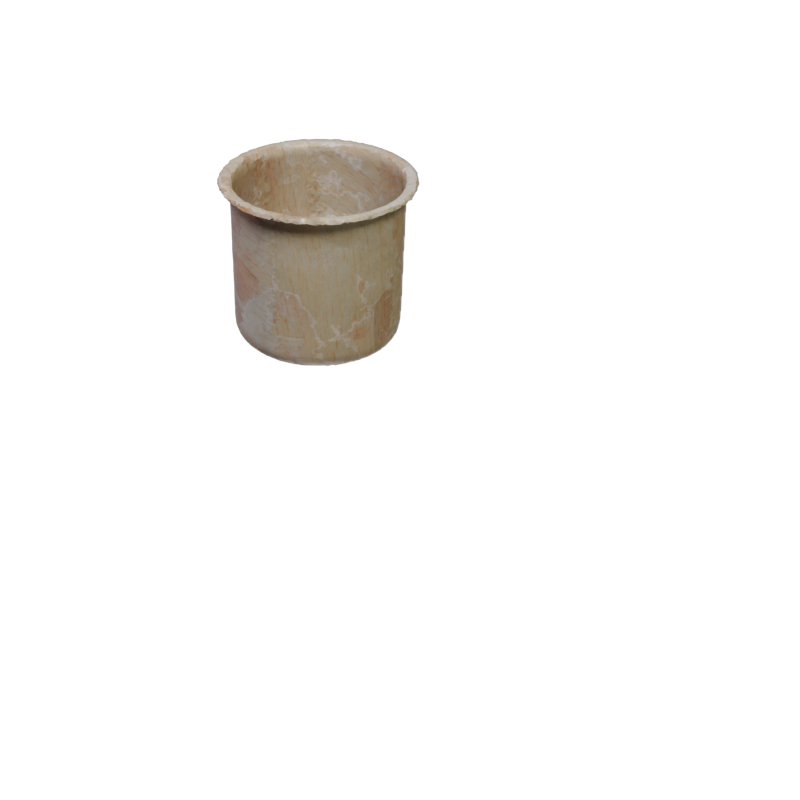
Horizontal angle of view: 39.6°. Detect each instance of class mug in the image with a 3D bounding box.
[{"bbox_3d":[-0.042,-0.077,0.541,0.092,0.077,0.126,-7,33,-12],"label":"mug"}]
